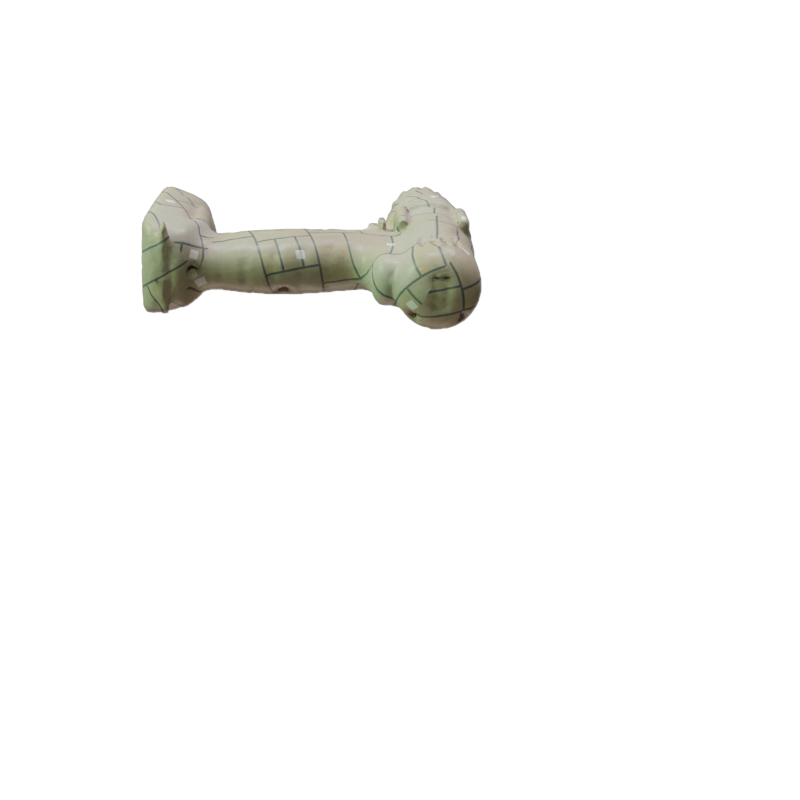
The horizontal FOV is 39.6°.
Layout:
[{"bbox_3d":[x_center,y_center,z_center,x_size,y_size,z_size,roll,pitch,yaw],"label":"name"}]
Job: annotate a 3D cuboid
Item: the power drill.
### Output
[{"bbox_3d":[-0.051,-0.093,0.651,0.188,0.055,0.192,0,20,-1],"label":"power drill"}]
